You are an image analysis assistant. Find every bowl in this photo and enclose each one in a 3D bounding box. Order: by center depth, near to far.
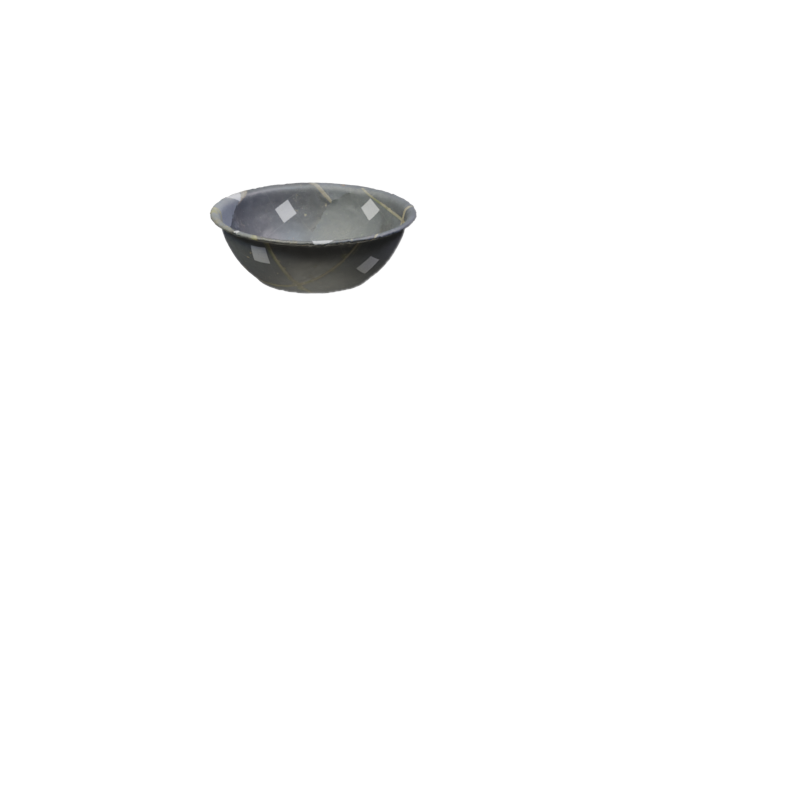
[{"bbox_3d":[-0.069,-0.125,0.876,0.162,0.052,0.170,-1,24,-2],"label":"bowl"}]
